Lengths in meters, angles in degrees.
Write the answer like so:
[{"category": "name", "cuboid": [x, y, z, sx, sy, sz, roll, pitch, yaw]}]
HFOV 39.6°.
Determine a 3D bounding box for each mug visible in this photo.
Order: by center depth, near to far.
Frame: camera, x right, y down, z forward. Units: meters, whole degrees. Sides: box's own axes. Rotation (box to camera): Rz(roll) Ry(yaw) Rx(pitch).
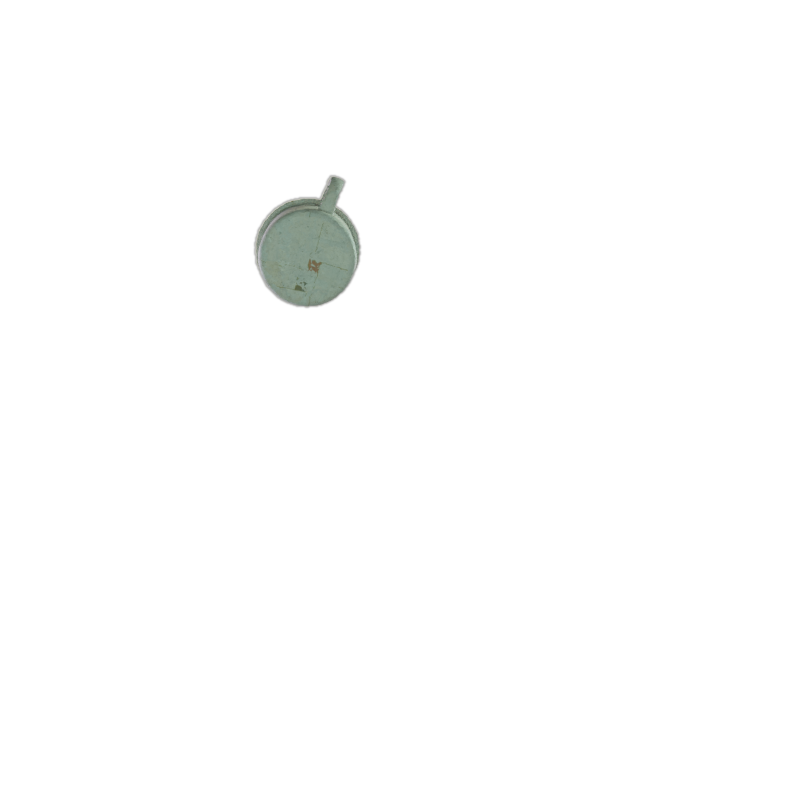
[{"category": "mug", "cuboid": [-0.074, -0.135, 0.943, 0.092, 0.116, 0.083, 25, 6, -5]}]
